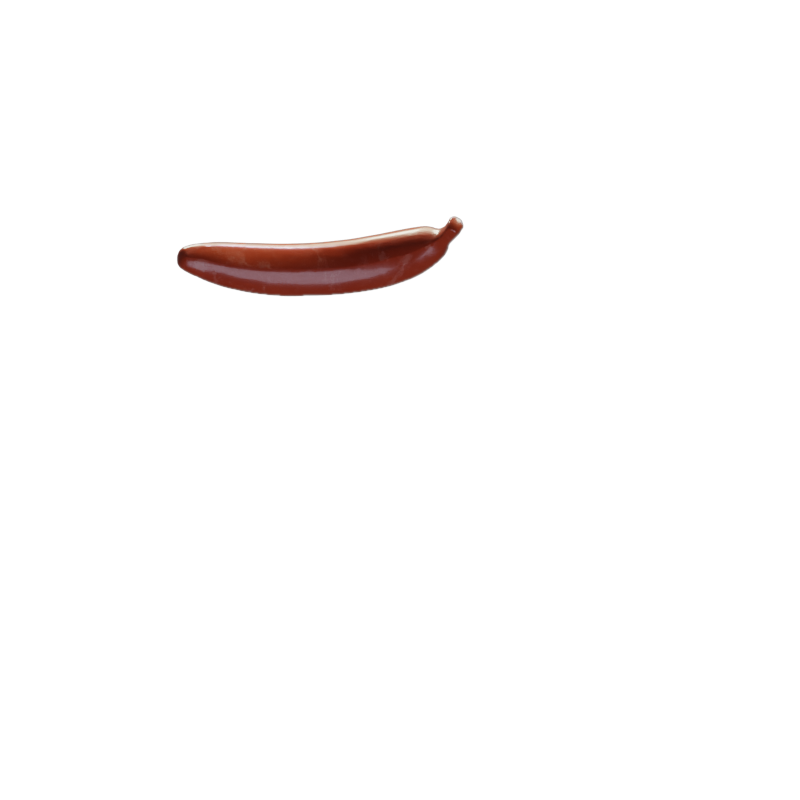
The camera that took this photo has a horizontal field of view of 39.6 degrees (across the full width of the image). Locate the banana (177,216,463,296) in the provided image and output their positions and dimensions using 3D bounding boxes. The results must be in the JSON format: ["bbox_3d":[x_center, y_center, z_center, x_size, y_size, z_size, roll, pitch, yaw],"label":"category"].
[{"bbox_3d":[-0.052,-0.100,0.770,0.200,0.039,0.064,-7,-33,10],"label":"banana"}]
